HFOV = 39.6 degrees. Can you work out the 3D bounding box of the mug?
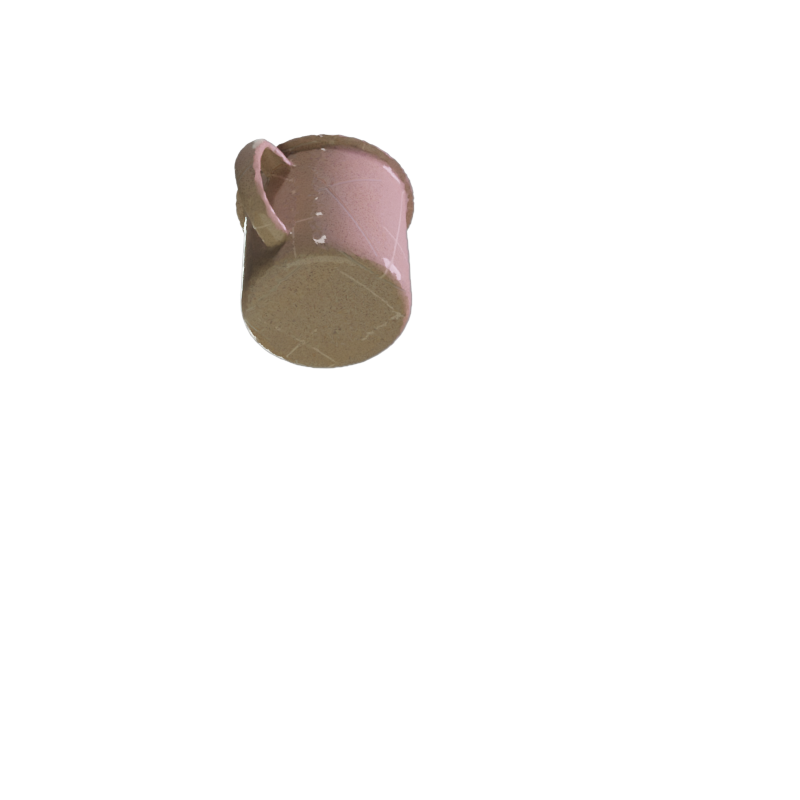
[{"bbox_3d":[-0.042,-0.077,0.541,0.094,0.087,0.108,-22,-48,19],"label":"mug"}]
